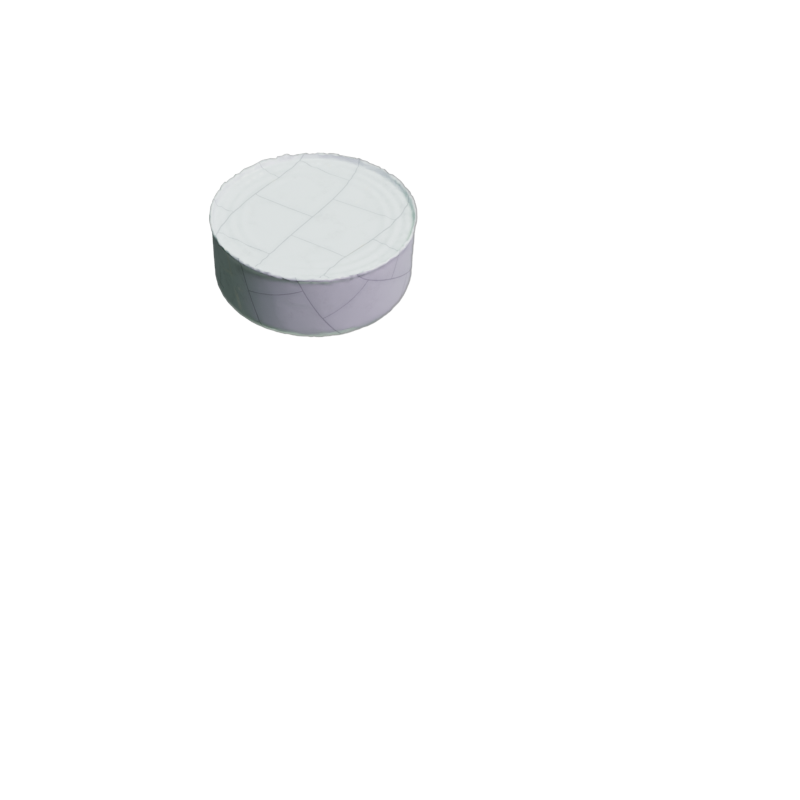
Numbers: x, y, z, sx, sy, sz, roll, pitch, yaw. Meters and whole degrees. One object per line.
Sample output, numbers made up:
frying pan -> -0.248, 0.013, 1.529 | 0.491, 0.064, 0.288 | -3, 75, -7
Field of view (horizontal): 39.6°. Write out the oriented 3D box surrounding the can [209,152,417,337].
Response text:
can -> -0.037, -0.067, 0.466 | 0.086, 0.031, 0.092 | -1, 44, -2
